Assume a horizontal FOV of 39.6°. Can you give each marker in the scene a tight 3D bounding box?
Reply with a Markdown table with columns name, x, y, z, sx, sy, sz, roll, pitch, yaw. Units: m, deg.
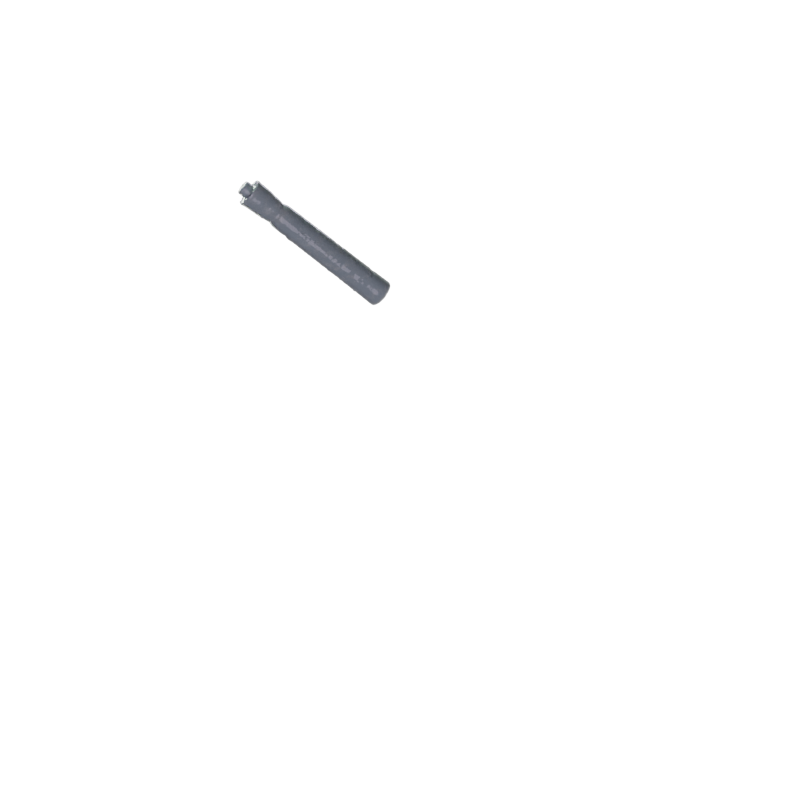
| name | x | y | z | sx | sy | sz | roll | pitch | yaw |
| --- | --- | --- | --- | --- | --- | --- | --- | --- | --- |
| marker | -0.057 | -0.105 | 0.732 | 0.116 | 0.020 | 0.020 | 36 | -10 | -17 |
